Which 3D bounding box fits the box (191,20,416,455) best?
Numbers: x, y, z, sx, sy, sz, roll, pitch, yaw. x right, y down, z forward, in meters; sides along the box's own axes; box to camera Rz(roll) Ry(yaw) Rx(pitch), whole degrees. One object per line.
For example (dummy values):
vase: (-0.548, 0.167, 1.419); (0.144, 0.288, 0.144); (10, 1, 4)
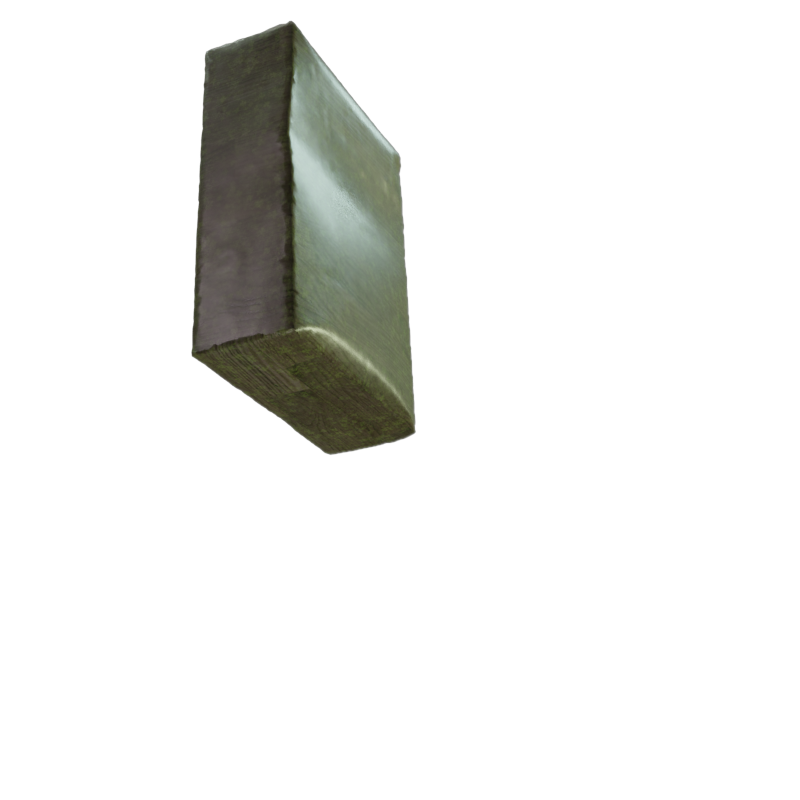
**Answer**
box: (-0.053, -0.097, 0.678); (0.073, 0.228, 0.152); (-15, -31, 21)
